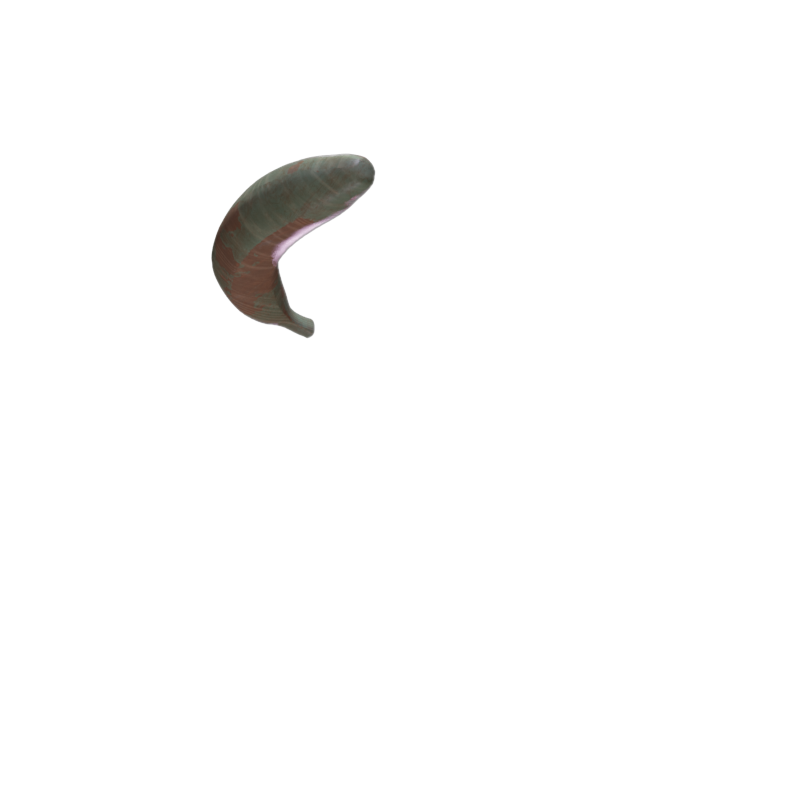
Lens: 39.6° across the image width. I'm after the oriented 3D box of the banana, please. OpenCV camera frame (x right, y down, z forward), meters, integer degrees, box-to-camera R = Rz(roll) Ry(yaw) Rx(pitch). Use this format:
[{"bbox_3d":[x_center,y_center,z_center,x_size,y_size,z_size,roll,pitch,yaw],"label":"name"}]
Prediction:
[{"bbox_3d":[-0.066,-0.085,0.600,0.068,0.039,0.191,4,-19,-12],"label":"banana"}]
